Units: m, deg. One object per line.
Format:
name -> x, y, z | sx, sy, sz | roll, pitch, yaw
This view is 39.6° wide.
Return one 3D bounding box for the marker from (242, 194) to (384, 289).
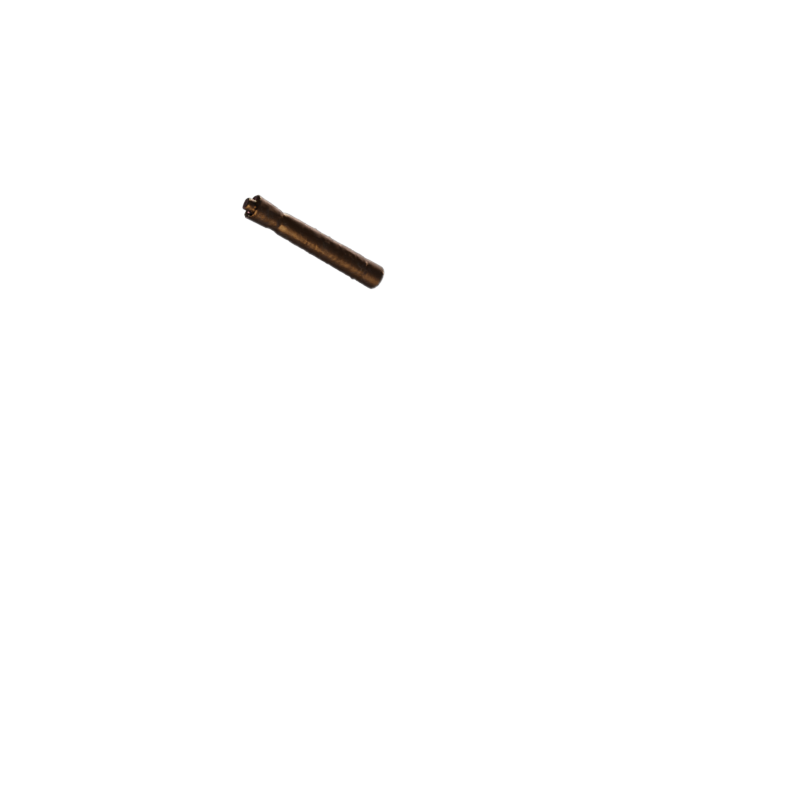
marker -> -0.062, -0.114, 0.796 | 0.114, 0.020, 0.020 | 27, -11, -28
